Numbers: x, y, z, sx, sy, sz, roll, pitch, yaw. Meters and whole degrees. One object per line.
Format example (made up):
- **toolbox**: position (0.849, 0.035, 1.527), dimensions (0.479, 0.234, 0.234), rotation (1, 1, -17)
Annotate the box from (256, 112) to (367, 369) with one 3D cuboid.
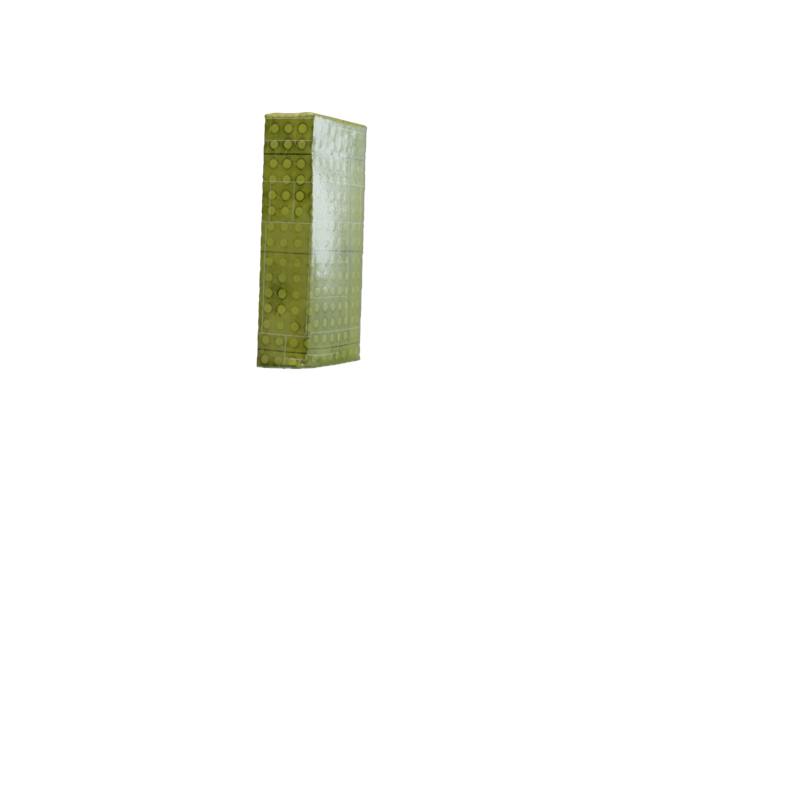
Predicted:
- **box**: position (-0.062, -0.113, 0.793), dimensions (0.049, 0.177, 0.091), rotation (0, 0, 24)
